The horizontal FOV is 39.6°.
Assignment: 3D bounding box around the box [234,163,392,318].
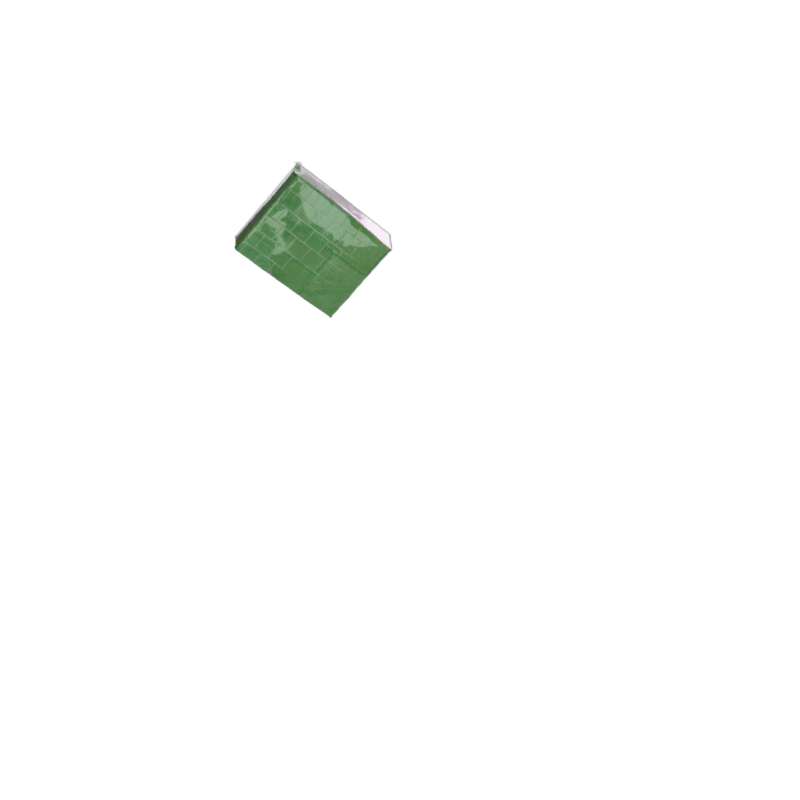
[{"bbox_3d":[-0.077,-0.140,0.982,0.110,0.088,0.041,38,18,-15],"label":"box"}]
